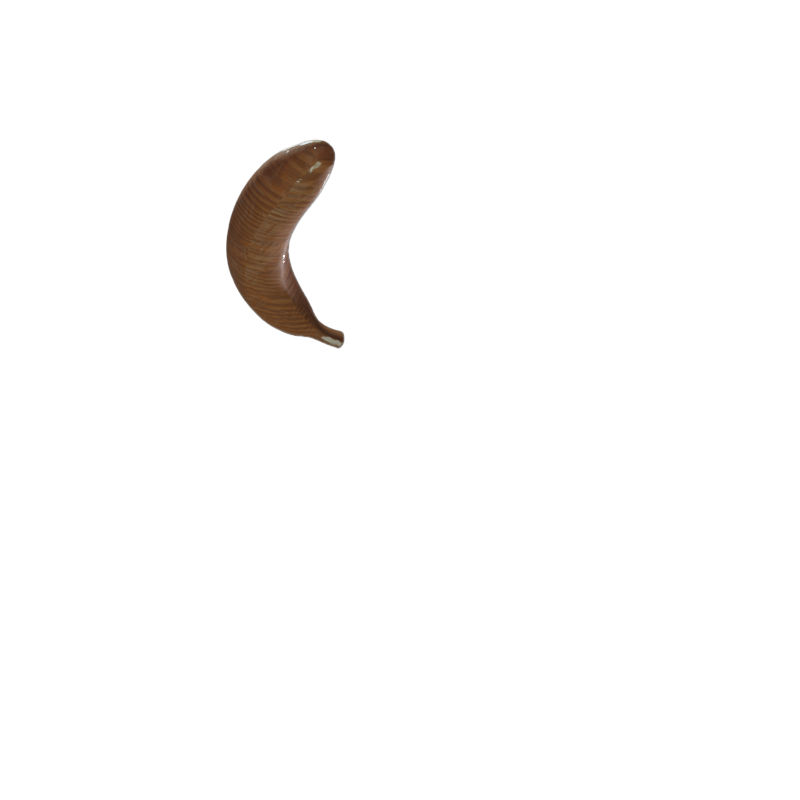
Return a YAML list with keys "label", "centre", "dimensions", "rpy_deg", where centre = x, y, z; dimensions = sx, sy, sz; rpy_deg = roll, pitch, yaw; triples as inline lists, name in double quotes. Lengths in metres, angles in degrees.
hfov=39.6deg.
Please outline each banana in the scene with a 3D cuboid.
- label: "banana"
  centre: [-0.070, -0.091, 0.659]
  dimensions: [0.070, 0.039, 0.185]
  rpy_deg: [0, -28, 0]
